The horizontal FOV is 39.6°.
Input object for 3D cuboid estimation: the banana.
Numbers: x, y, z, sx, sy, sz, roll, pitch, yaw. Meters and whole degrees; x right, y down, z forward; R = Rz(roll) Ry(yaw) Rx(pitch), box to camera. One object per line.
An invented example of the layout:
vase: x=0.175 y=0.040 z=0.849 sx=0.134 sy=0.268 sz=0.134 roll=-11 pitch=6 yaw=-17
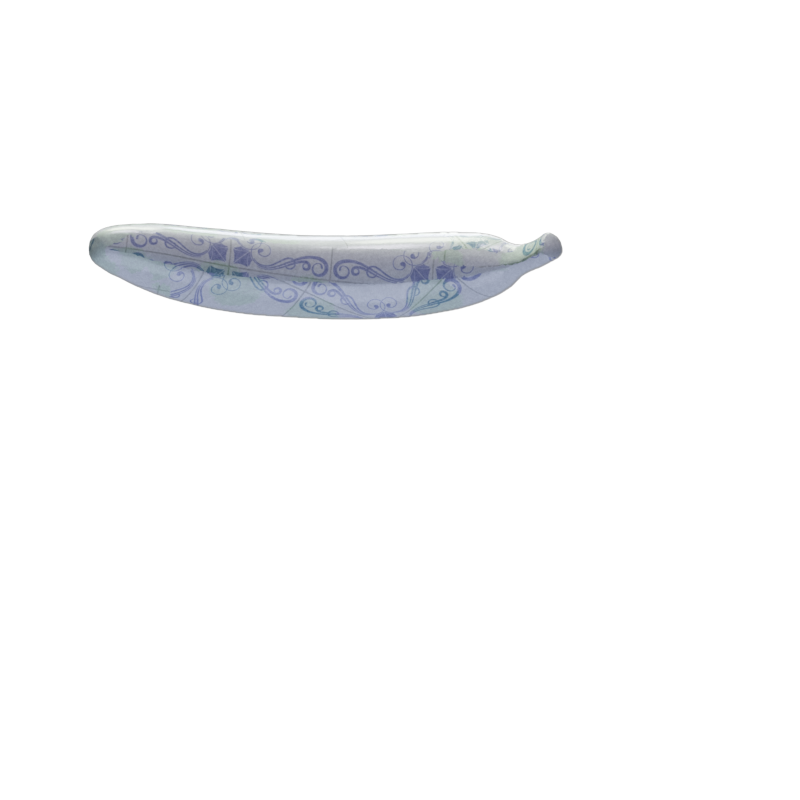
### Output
banana: x=-0.034 y=-0.061 z=0.490 sx=0.198 sy=0.039 sz=0.065 roll=-1 pitch=-25 yaw=2
